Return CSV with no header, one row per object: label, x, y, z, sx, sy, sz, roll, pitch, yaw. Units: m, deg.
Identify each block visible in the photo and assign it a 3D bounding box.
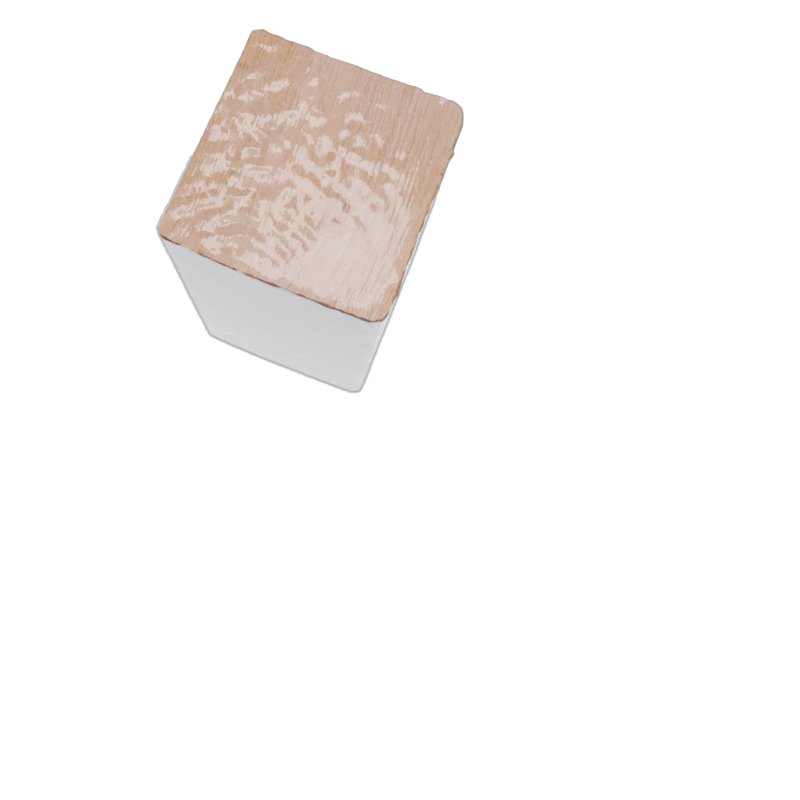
block,-0.039,-0.071,0.502,0.091,0.093,0.201,22,-9,0
